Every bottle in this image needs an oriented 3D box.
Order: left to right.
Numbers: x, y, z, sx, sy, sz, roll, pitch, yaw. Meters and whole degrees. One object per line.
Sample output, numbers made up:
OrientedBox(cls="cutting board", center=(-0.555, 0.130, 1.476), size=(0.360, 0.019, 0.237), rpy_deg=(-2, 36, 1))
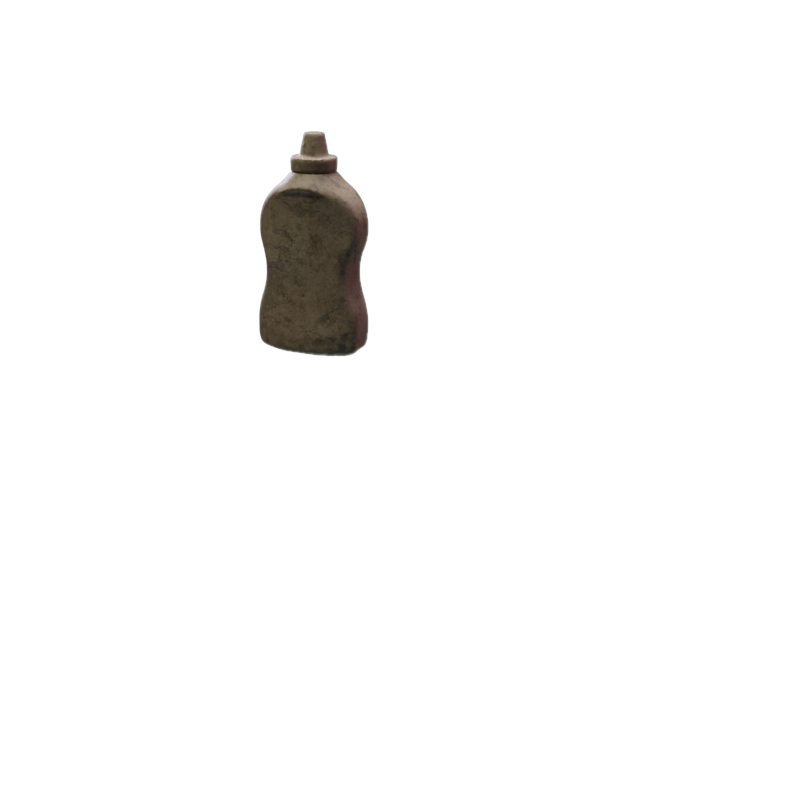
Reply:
OrientedBox(cls="bottle", center=(-0.076, -0.139, 0.970), size=(0.099, 0.186, 0.058), rpy_deg=(7, 15, 24))
